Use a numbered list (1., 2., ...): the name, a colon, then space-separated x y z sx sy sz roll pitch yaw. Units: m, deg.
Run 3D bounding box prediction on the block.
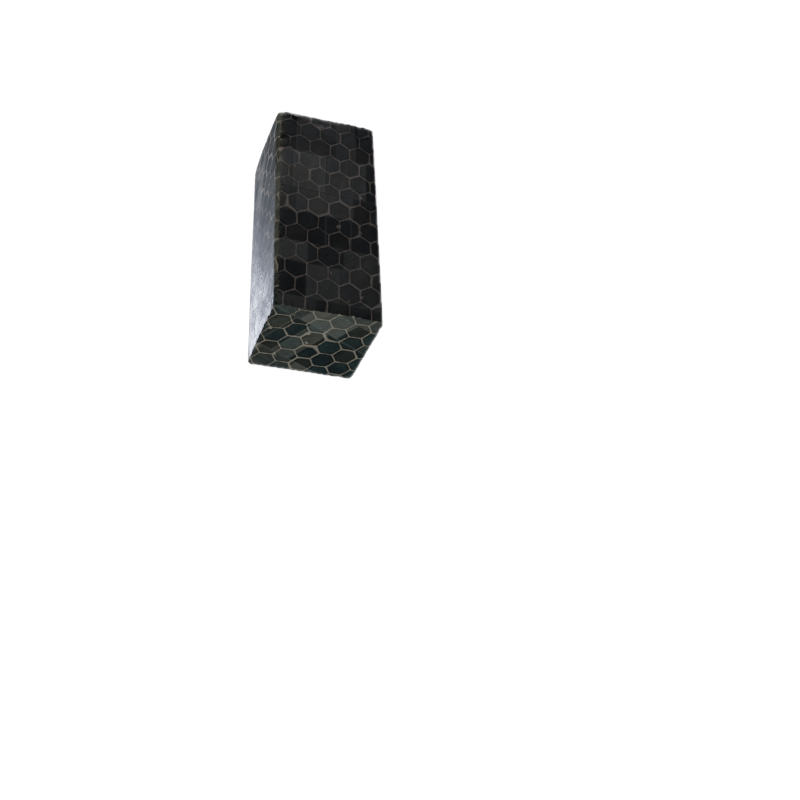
1. block: -0.074 -0.135 0.943 0.088 0.221 0.086 9 -37 -16
